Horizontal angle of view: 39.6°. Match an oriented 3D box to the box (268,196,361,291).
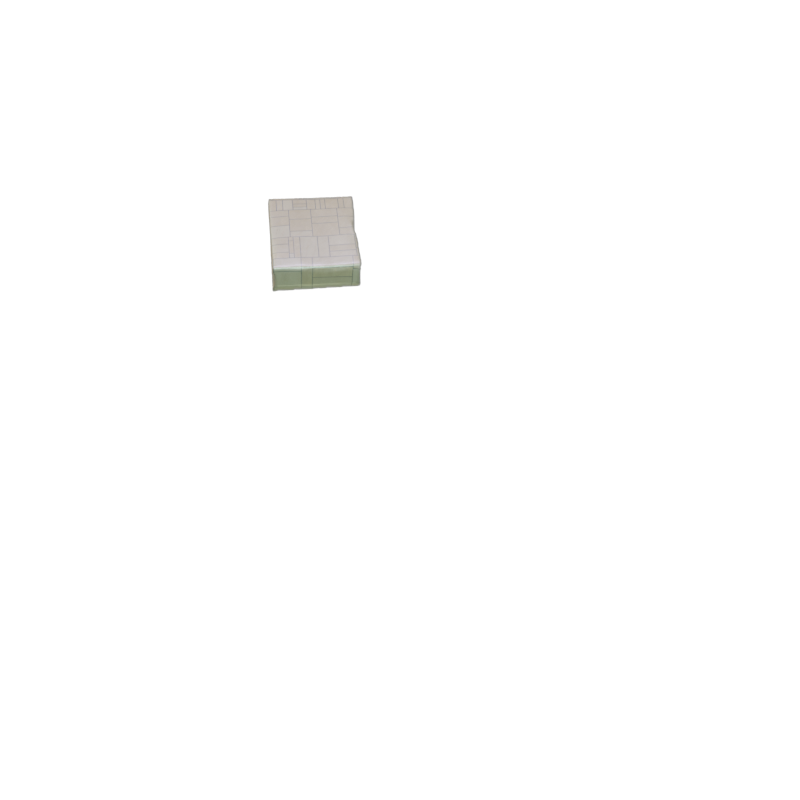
[{"bbox_3d":[-0.073,-0.132,0.928,0.073,0.096,0.028,-3,-44,-4],"label":"box"}]
